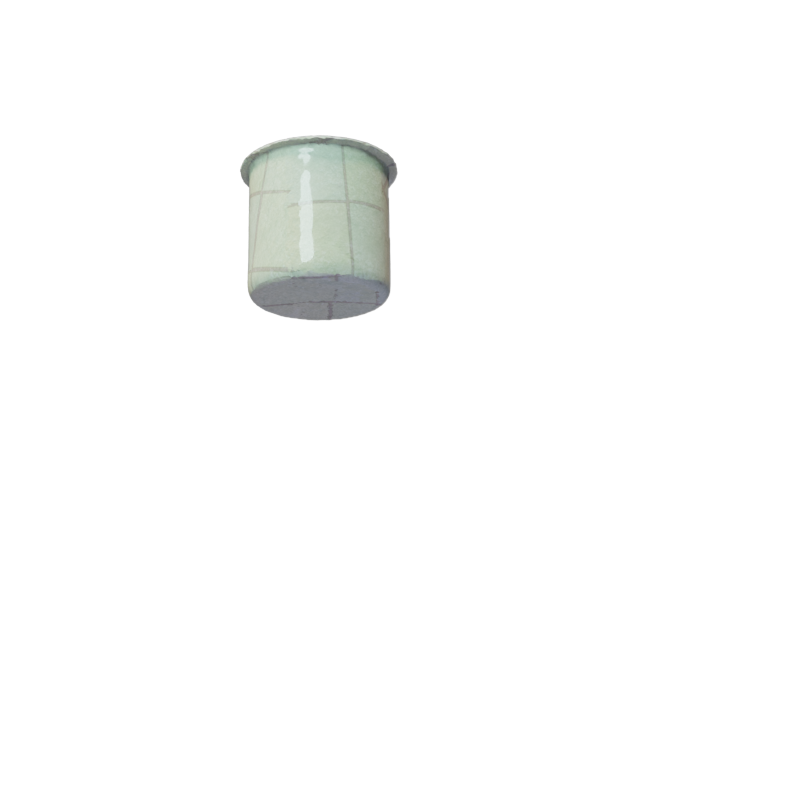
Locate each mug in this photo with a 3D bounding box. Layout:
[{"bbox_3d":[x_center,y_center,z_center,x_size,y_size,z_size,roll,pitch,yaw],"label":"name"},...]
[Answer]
[{"bbox_3d":[-0.051,-0.093,0.652,0.091,0.085,0.115,6,-18,-18],"label":"mug"}]
